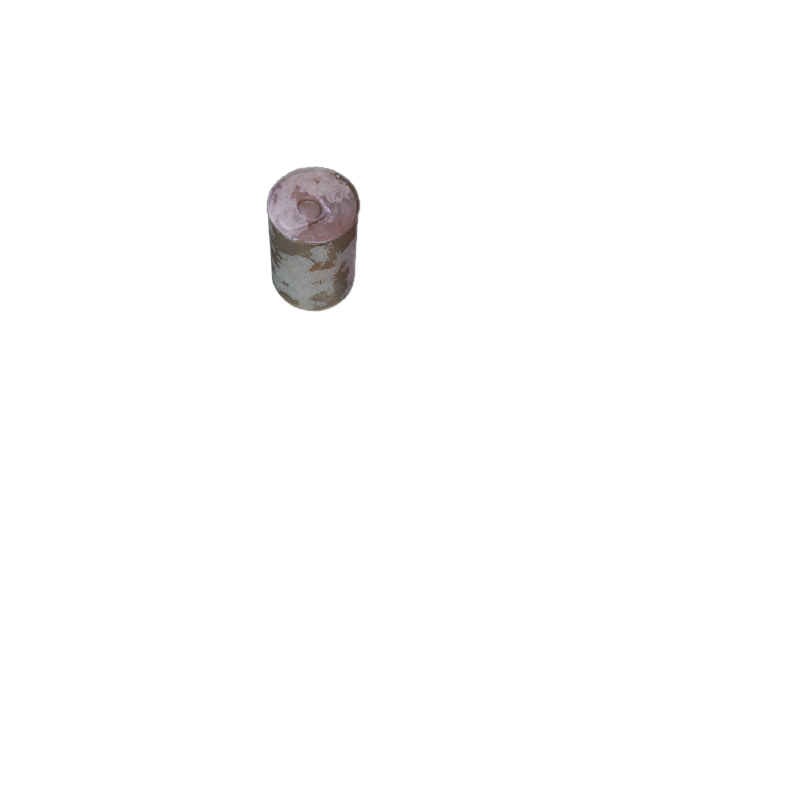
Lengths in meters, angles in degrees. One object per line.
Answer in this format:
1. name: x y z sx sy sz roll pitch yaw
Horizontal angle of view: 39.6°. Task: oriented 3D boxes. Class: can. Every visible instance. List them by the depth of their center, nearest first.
1. can: -0.066 -0.120 0.843 0.068 0.073 0.096 0 -28 -3
